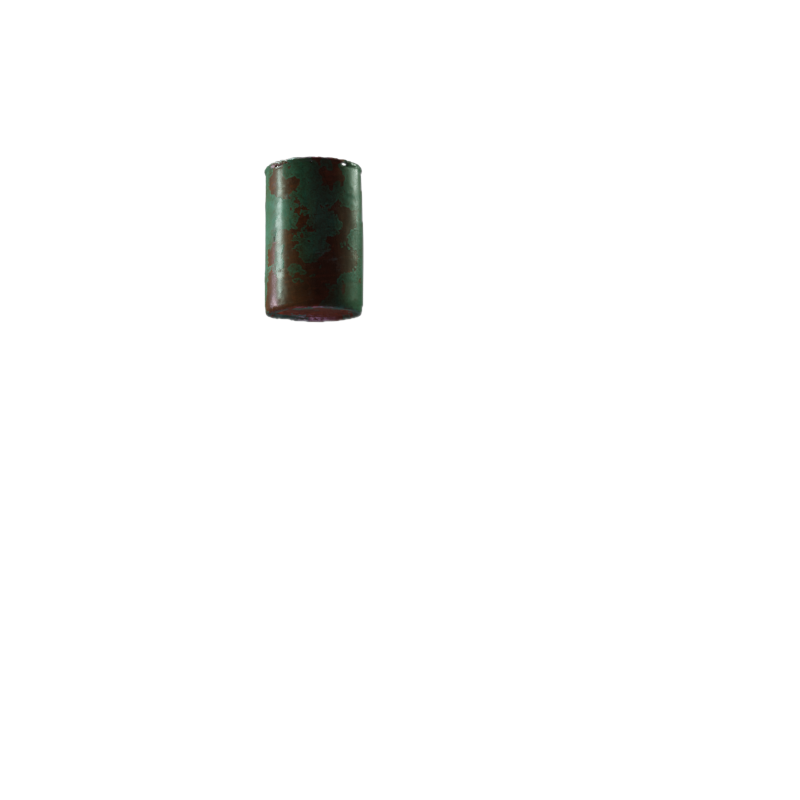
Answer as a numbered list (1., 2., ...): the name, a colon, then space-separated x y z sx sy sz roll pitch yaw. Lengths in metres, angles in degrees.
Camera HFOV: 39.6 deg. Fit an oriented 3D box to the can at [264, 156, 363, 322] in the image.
1. can: -0.059 -0.108 0.760 0.068 0.105 0.067 0 -10 -2
